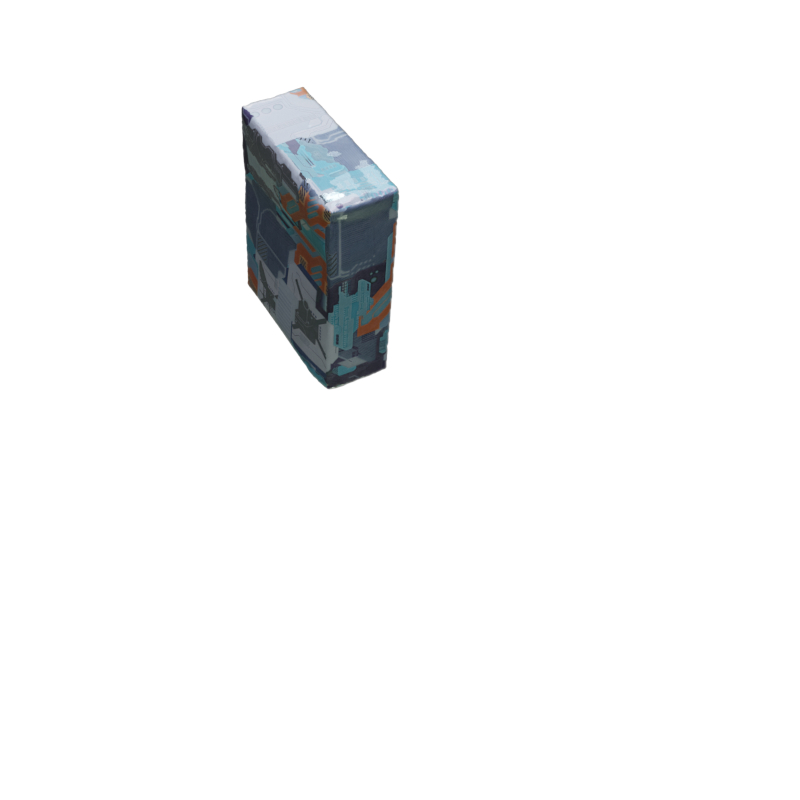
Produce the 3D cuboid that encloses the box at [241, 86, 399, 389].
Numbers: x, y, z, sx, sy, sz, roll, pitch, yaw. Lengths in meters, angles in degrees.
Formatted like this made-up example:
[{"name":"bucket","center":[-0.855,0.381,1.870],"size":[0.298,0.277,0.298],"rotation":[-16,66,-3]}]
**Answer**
[{"name":"box","center":[-0.076,-0.139,0.976],"size":[0.071,0.199,0.177],"rotation":[-21,50,-22]}]
